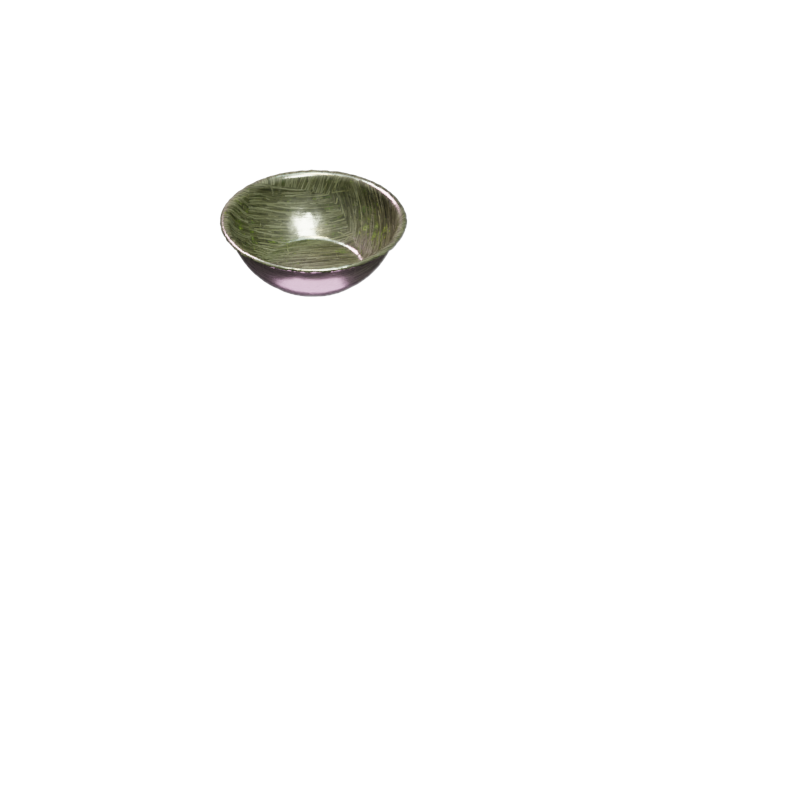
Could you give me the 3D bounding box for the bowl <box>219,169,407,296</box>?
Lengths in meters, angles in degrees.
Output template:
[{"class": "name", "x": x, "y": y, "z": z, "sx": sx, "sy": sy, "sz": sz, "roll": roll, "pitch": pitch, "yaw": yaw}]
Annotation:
[{"class": "bowl", "x": -0.076, "y": -0.139, "z": 0.974, "sx": 0.162, "sy": 0.051, "sz": 0.174, "roll": -1, "pitch": 39, "yaw": -2}]
